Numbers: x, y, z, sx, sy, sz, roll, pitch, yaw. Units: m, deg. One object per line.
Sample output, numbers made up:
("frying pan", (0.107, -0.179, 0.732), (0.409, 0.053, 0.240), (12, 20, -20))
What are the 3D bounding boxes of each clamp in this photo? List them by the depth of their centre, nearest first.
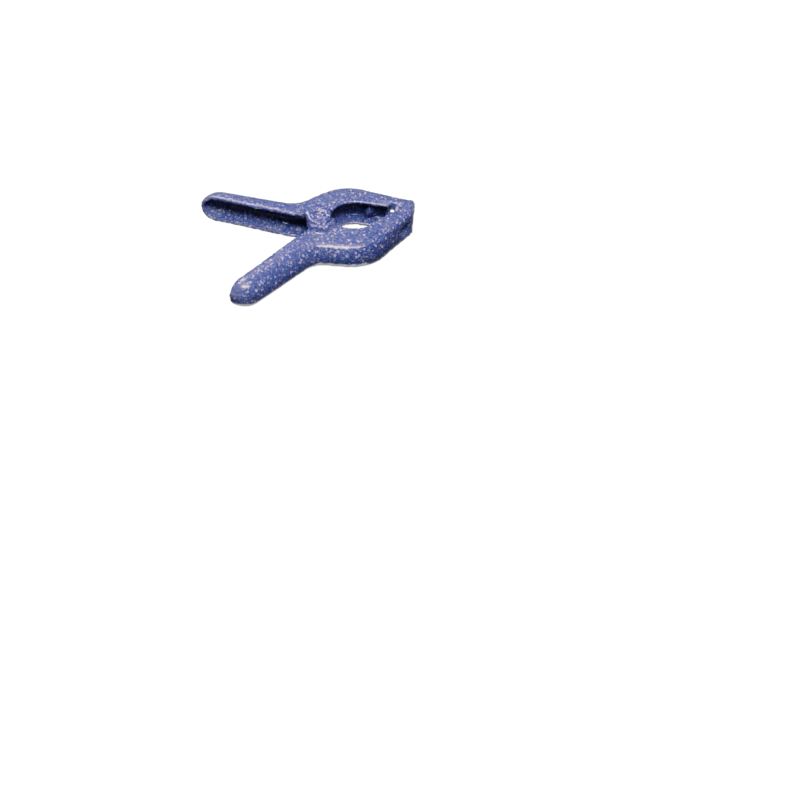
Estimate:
("clamp", (-0.069, -0.125, 0.876), (0.170, 0.129, 0.037), (-6, -37, -5))
